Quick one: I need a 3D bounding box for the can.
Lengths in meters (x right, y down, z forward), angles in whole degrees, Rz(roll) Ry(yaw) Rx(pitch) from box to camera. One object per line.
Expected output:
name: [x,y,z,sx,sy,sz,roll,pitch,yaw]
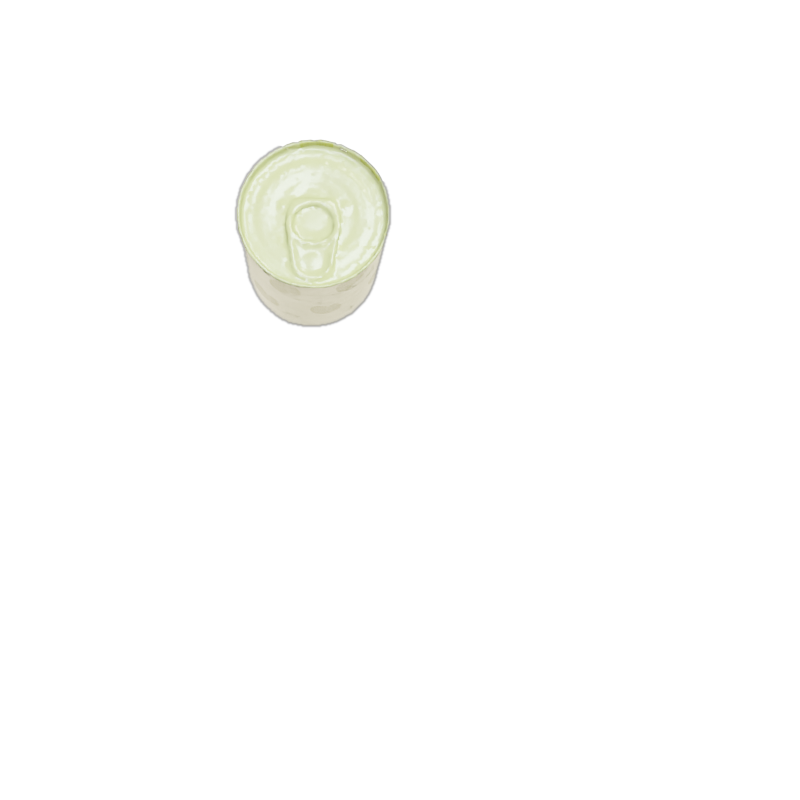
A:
can: [-0.042,-0.076,0.535,0.068,0.071,0.100,0,-10,-3]
